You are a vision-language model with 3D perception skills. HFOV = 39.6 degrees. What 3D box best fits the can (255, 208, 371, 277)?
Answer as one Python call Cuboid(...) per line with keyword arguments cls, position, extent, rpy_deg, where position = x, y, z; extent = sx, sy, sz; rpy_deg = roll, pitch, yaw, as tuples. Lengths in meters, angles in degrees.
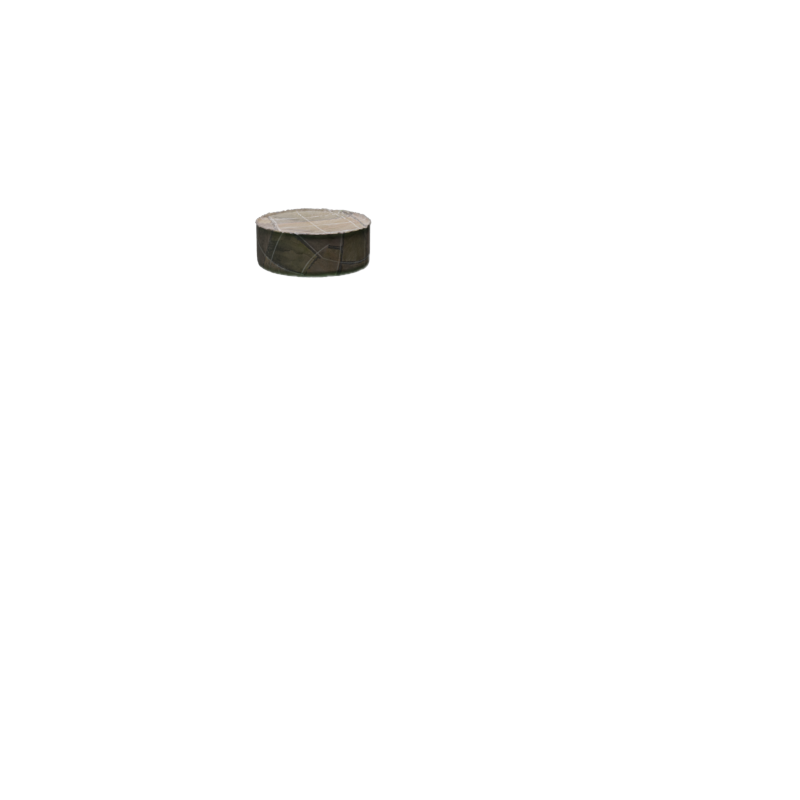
Cuboid(cls="can", position=(-0.064, -0.118, 0.823), extent=(0.086, 0.032, 0.090), rpy_deg=(-1, 20, -2))
